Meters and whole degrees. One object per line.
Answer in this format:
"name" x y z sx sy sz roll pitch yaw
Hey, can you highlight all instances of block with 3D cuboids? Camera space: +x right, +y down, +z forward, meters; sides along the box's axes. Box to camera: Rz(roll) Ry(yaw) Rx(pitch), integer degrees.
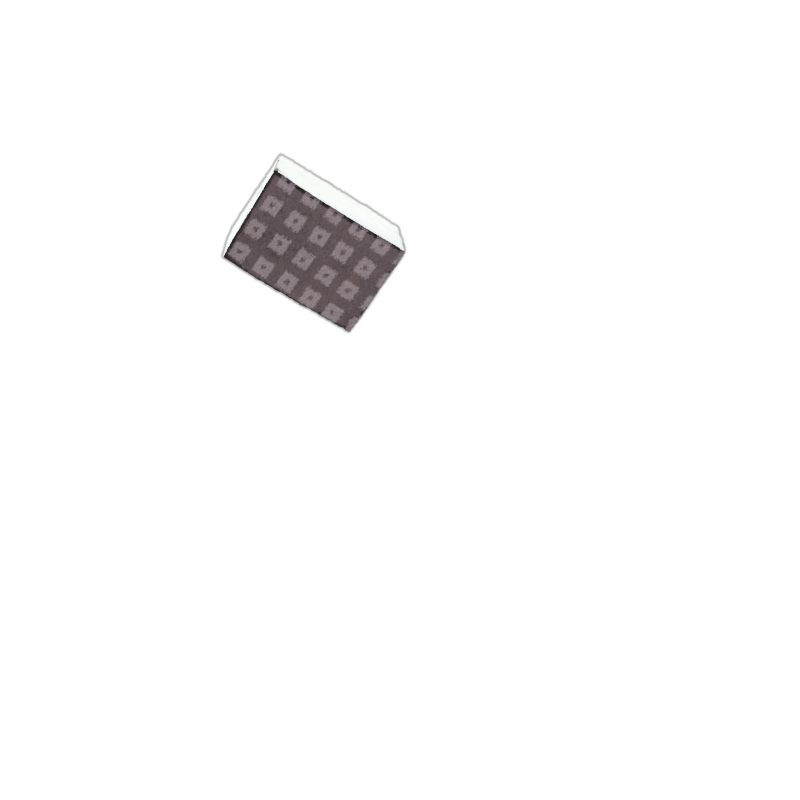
"block" -0.044 -0.081 0.567 0.076 0.052 0.053 31 15 -11
